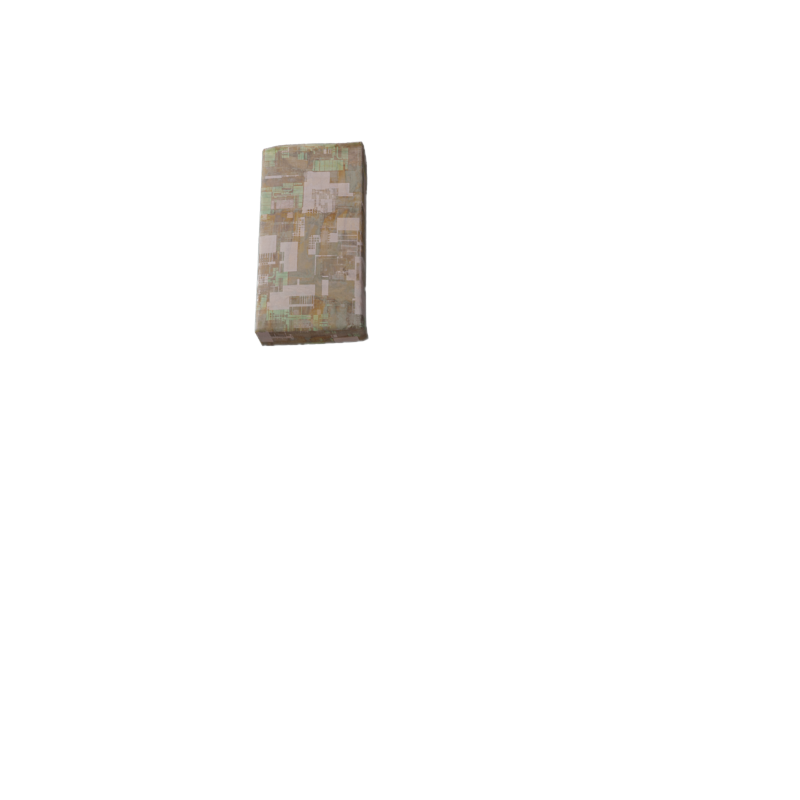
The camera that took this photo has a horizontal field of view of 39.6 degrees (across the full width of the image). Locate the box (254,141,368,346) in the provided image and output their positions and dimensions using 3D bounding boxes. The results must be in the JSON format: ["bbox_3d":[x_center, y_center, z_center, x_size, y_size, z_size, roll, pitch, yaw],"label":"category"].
[{"bbox_3d":[-0.075,-0.137,0.958,0.094,0.185,0.045,-3,-21,6],"label":"box"}]
